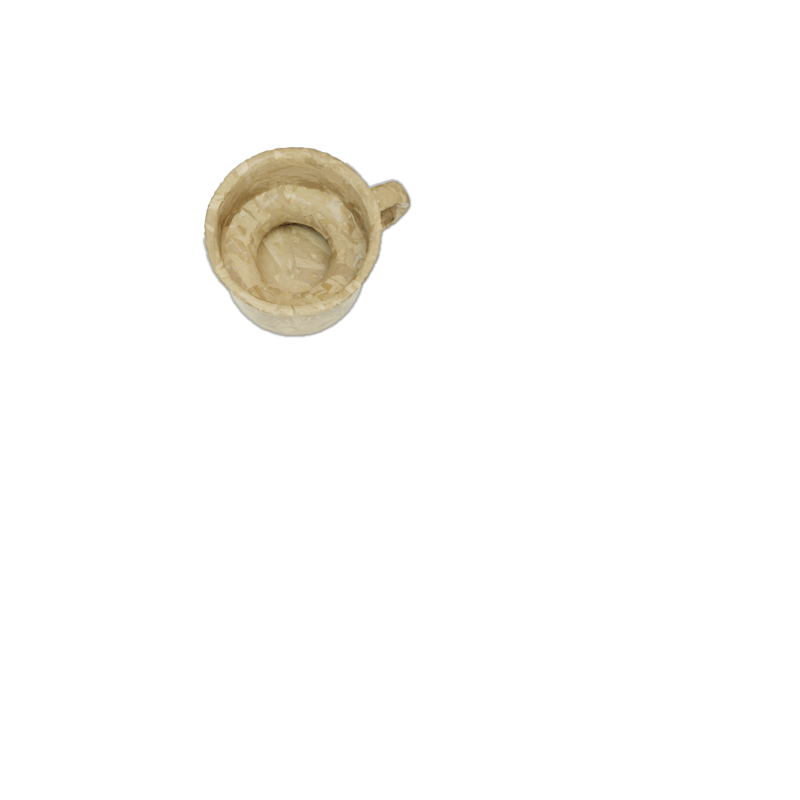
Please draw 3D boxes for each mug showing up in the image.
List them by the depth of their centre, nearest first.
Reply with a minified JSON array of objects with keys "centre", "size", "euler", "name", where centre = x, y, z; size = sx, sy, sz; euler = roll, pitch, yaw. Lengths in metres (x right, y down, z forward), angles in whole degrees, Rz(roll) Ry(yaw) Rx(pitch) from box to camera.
[{"centre":[-0.048,-0.088,0.616],"size":[0.117,0.097,0.079],"euler":[-29,-11,-8],"name":"mug"}]
